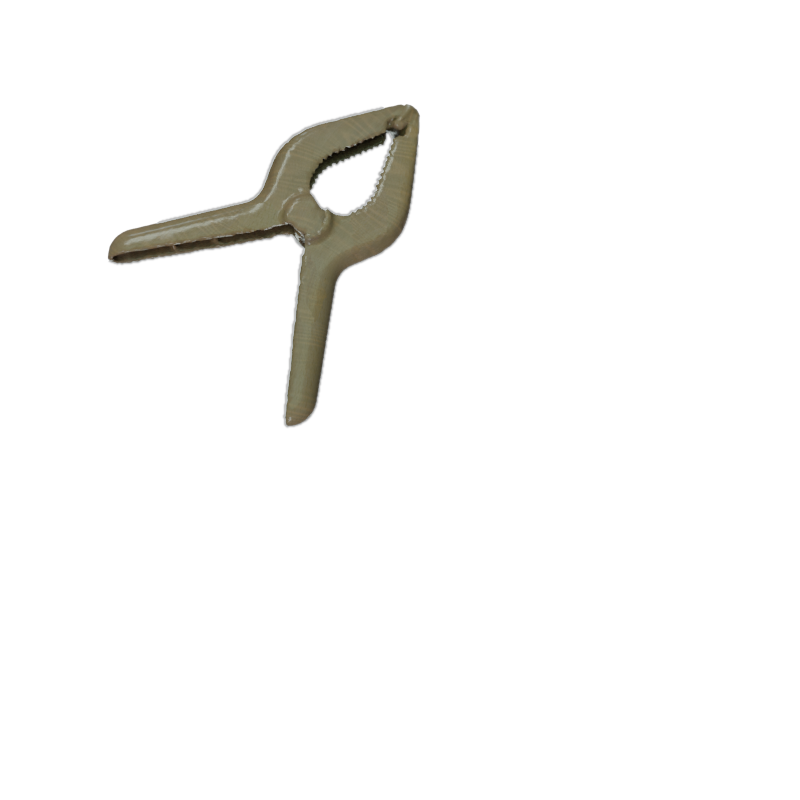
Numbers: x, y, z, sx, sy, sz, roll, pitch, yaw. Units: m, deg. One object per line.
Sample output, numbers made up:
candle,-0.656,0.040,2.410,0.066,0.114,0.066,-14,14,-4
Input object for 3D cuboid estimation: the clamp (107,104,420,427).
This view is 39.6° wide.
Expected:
clamp,-0.055,-0.099,0.696,0.211,0.170,0.035,-40,-11,-10
